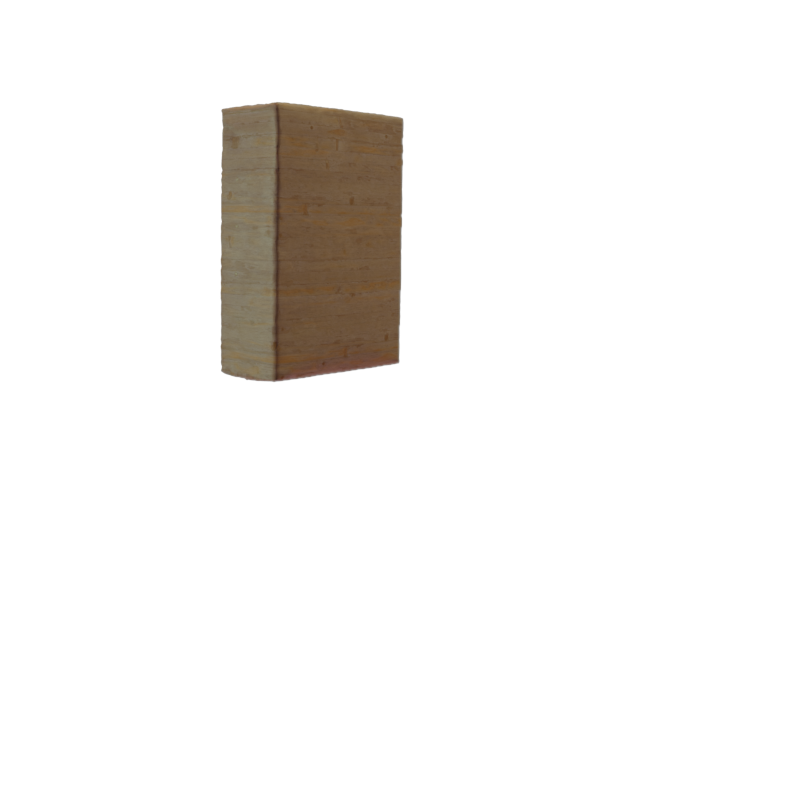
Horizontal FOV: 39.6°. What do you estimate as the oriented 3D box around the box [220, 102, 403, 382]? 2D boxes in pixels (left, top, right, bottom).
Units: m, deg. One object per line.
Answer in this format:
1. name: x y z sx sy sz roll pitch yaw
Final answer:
1. box: -0.071 -0.130 0.913 0.075 0.213 0.159 1 4 38
